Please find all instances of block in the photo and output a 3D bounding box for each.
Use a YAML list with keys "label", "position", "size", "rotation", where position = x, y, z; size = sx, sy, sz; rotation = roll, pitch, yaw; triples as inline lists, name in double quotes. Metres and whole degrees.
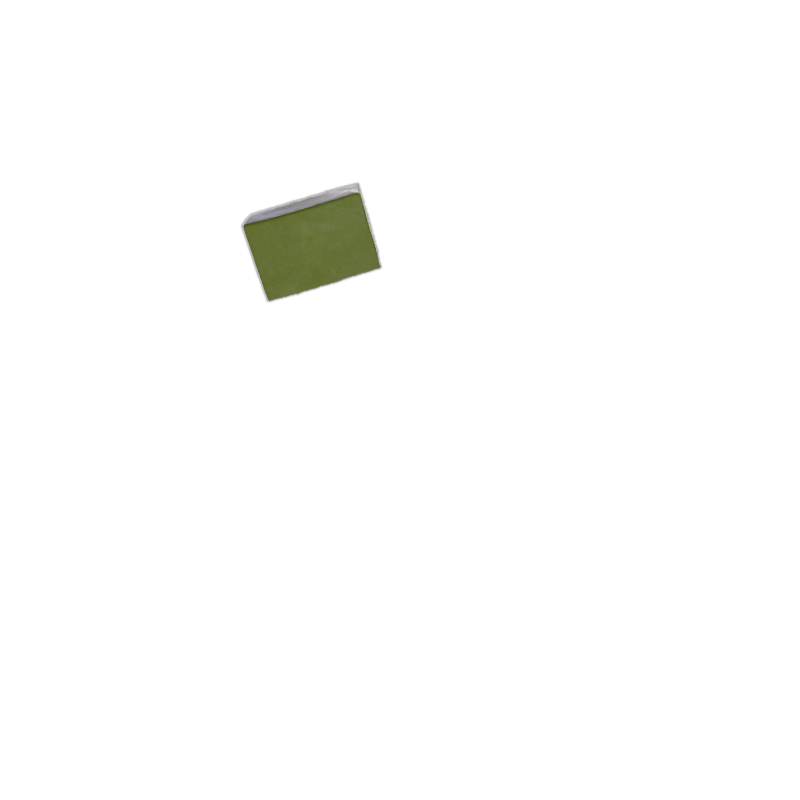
- label: "block"
  position: [-0.056, -0.102, 0.717]
  size: [0.078, 0.051, 0.053]
  rotation: [-16, 13, 2]
